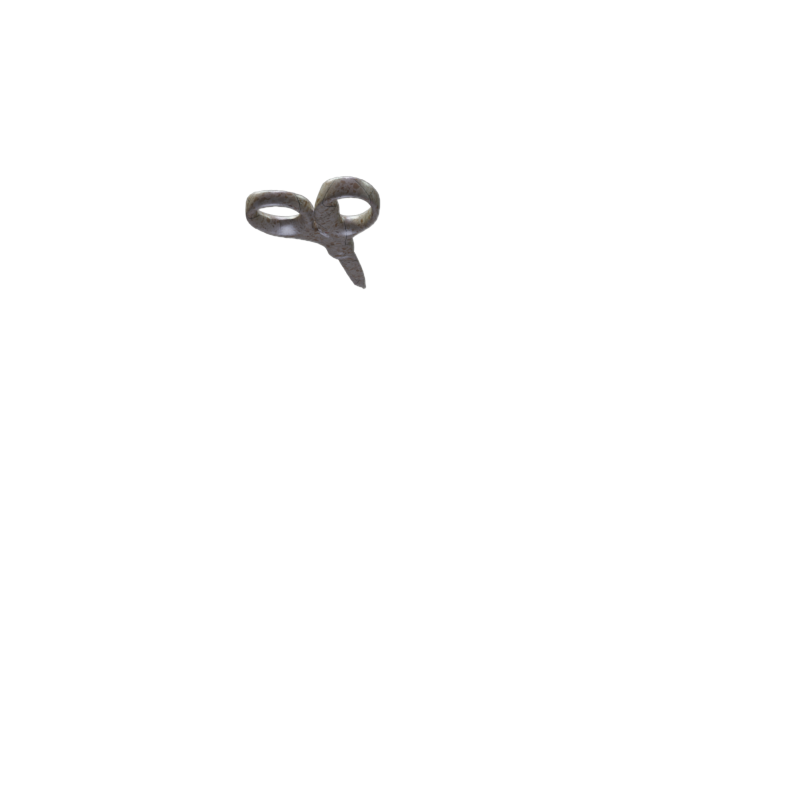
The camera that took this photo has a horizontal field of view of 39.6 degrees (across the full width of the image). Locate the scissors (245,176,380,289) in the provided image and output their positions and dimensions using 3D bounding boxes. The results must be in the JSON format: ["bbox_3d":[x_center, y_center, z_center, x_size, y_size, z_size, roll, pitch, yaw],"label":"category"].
[{"bbox_3d":[-0.061,-0.110,0.774,0.095,0.016,0.195,2,-13,-7],"label":"scissors"}]
